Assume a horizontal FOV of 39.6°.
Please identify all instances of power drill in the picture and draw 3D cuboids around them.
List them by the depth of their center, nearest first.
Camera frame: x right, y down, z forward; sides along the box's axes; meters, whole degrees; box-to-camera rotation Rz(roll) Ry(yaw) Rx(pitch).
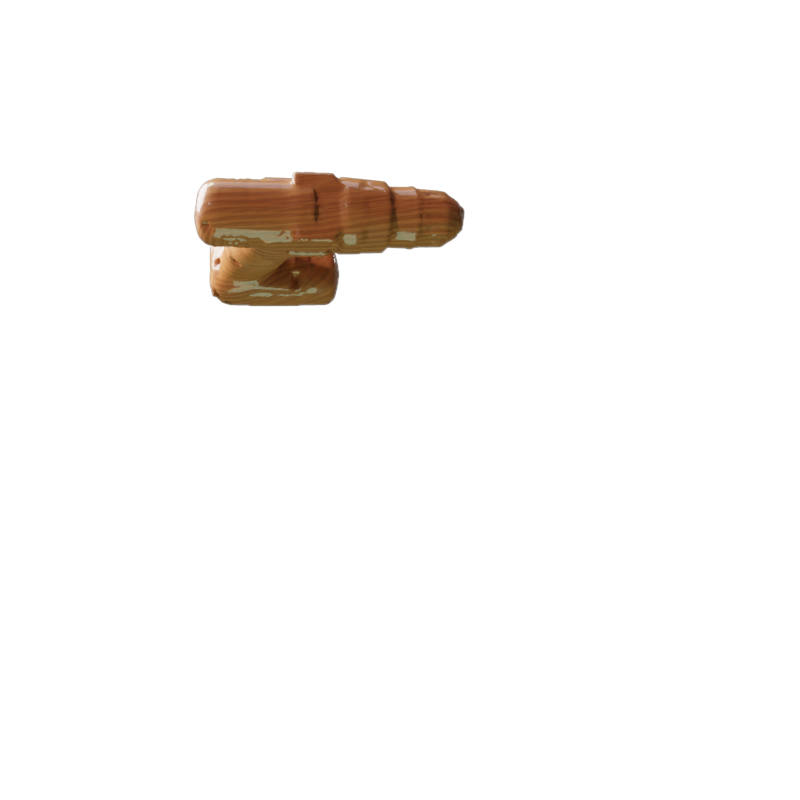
[{"bbox_3d":[-0.064,-0.116,0.814,0.181,0.059,0.184,2,-11,-12],"label":"power drill"}]
